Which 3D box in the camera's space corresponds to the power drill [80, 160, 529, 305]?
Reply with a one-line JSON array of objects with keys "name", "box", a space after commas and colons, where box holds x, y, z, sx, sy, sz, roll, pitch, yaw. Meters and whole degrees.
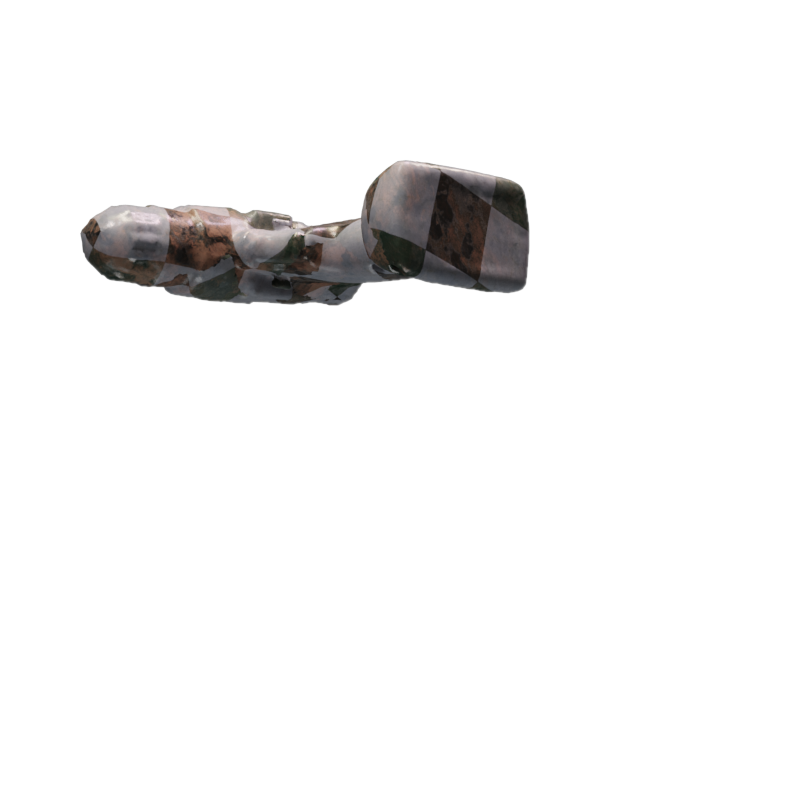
[{"name": "power drill", "box": [-0.045, -0.081, 0.571, 0.177, 0.058, 0.194, -1, 2, -45]}]
